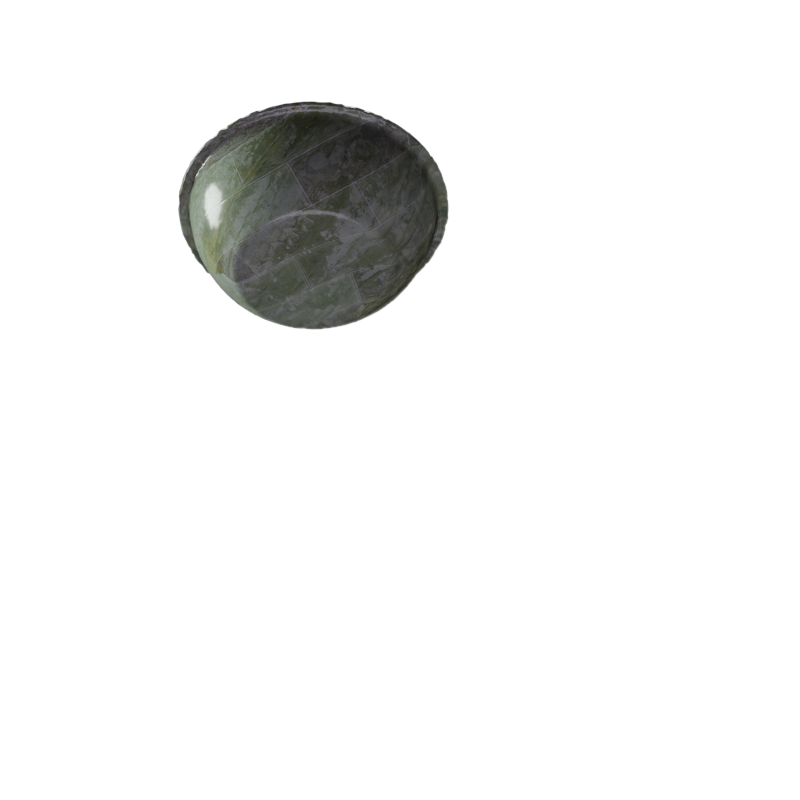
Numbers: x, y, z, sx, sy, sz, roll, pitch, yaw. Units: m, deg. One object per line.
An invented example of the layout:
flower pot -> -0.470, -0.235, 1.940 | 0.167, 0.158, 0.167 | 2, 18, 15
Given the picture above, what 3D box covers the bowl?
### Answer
bowl -> -0.050, -0.092, 0.645 | 0.162, 0.151, 0.059 | 1, 44, -1
